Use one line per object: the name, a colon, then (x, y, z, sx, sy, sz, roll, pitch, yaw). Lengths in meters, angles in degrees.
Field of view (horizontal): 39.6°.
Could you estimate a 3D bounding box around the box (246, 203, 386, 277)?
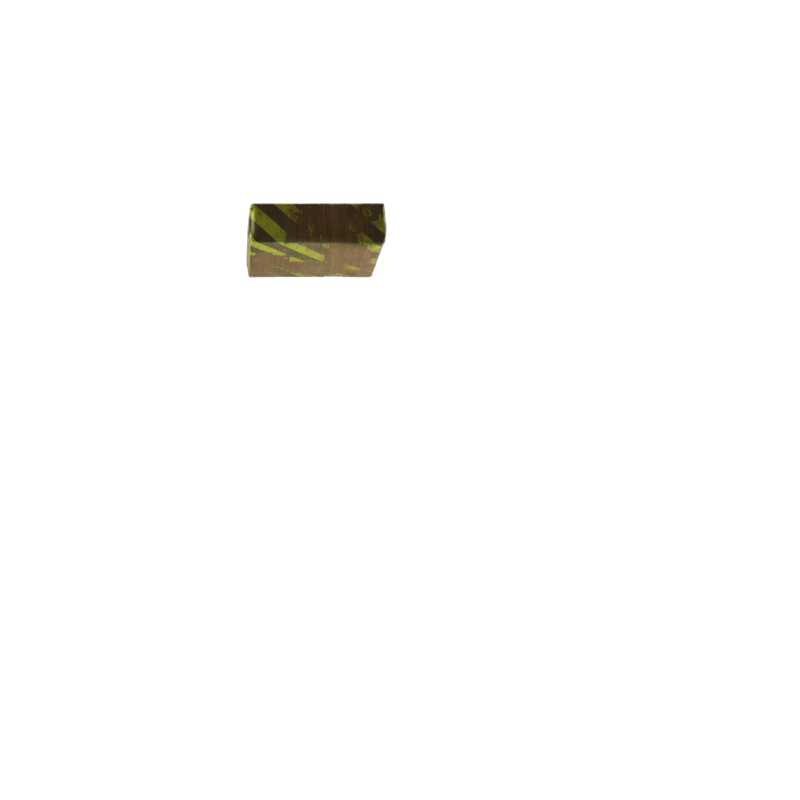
box: (-0.073, -0.134, 0.936, 0.113, 0.040, 0.087, 1, -14, -6)
